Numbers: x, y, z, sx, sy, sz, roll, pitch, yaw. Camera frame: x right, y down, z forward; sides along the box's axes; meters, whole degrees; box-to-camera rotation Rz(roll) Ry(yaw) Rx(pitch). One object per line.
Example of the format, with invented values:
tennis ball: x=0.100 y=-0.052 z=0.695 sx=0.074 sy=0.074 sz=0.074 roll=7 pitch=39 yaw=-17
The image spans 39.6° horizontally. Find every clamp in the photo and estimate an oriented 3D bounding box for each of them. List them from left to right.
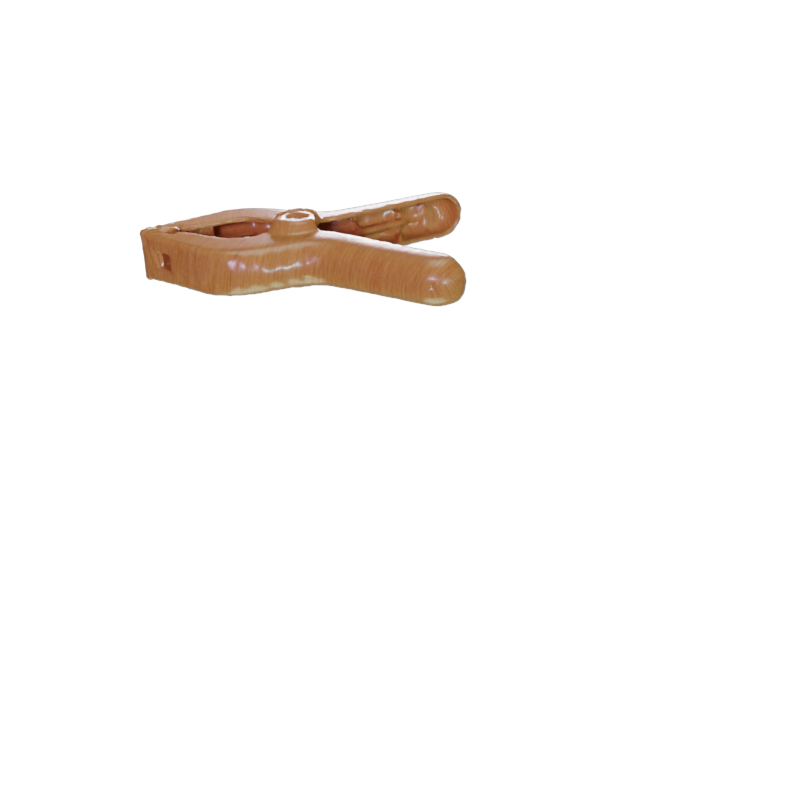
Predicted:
clamp: x=-0.045 y=-0.082 z=0.577 sx=0.175 sy=0.038 sz=0.123 roll=5 pitch=21 yaw=12
